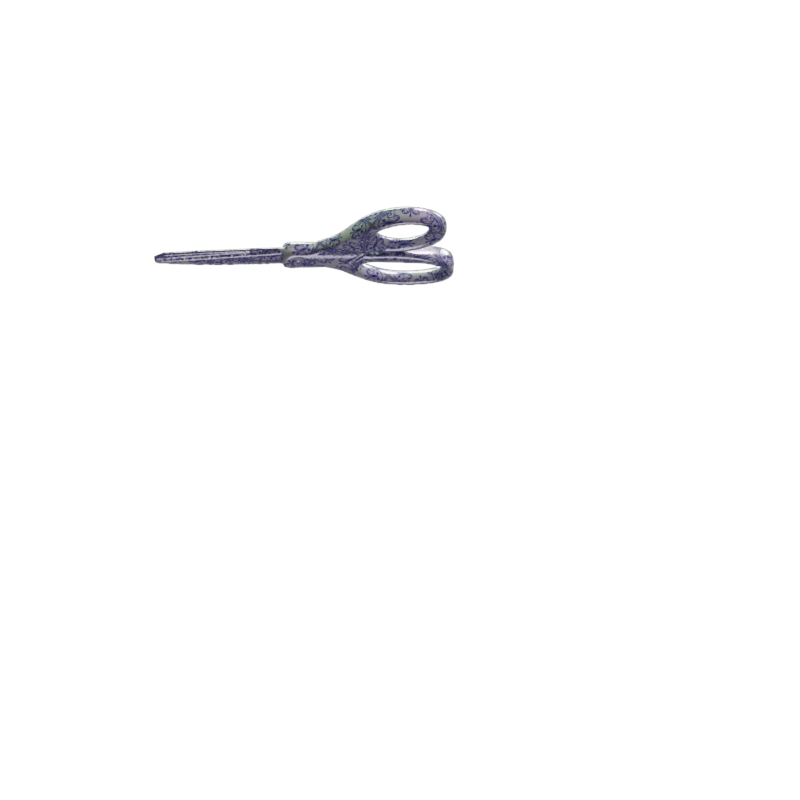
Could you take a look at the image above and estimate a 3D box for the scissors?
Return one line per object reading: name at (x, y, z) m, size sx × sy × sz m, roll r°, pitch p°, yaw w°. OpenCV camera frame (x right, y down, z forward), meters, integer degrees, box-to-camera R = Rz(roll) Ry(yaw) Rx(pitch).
scissors at (-0.057, -0.104, 0.731) m, size 0.198 × 0.017 × 0.092 m, roll 5°, pitch -25°, yaw -11°
